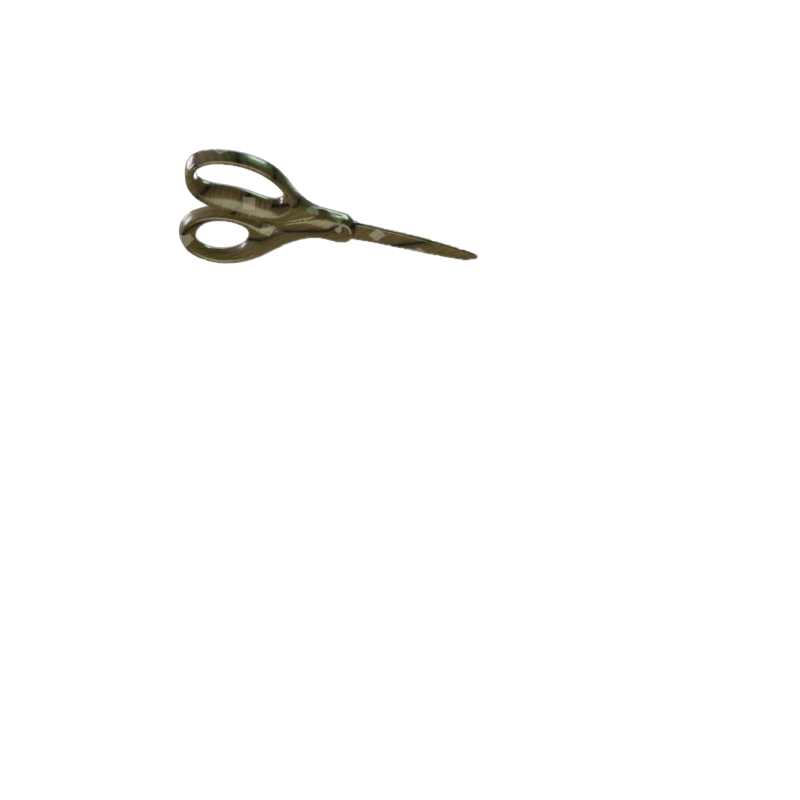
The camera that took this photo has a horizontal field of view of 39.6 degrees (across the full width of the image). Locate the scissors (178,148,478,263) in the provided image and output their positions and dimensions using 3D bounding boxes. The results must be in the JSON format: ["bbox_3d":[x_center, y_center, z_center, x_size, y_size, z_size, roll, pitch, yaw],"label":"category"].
[{"bbox_3d":[-0.057,-0.104,0.729,0.193,0.017,0.094,23,-48,-23],"label":"scissors"}]
